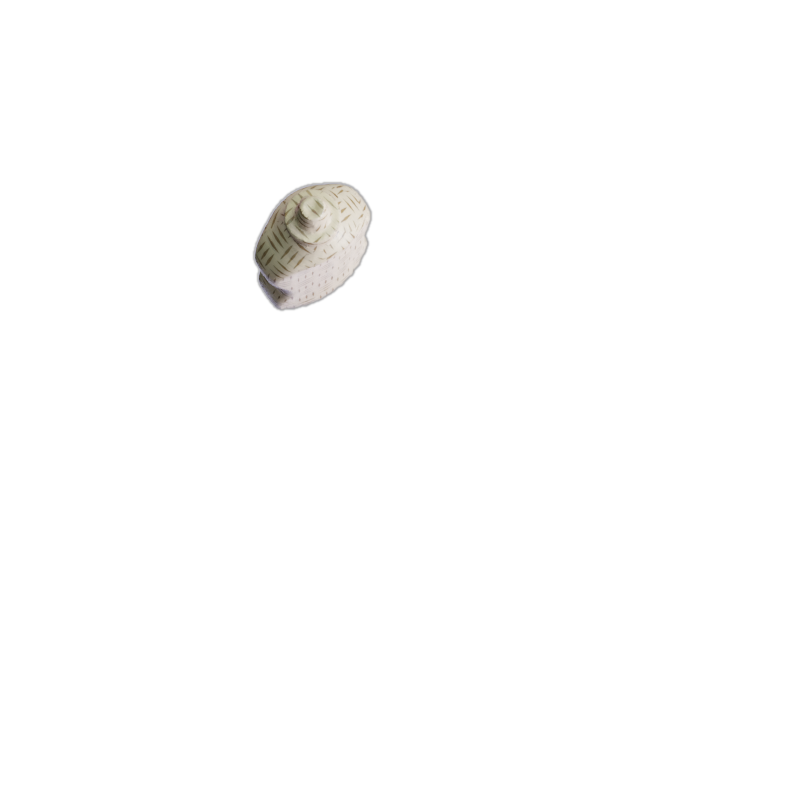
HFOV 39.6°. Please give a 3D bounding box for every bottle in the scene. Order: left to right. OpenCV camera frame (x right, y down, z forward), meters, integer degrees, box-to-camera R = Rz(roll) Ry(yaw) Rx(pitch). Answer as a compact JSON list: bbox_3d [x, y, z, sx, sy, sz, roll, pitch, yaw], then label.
[{"bbox_3d":[-0.068,-0.124,0.863,0.096,0.060,0.188,-33,-3,-7],"label":"bottle"}]
